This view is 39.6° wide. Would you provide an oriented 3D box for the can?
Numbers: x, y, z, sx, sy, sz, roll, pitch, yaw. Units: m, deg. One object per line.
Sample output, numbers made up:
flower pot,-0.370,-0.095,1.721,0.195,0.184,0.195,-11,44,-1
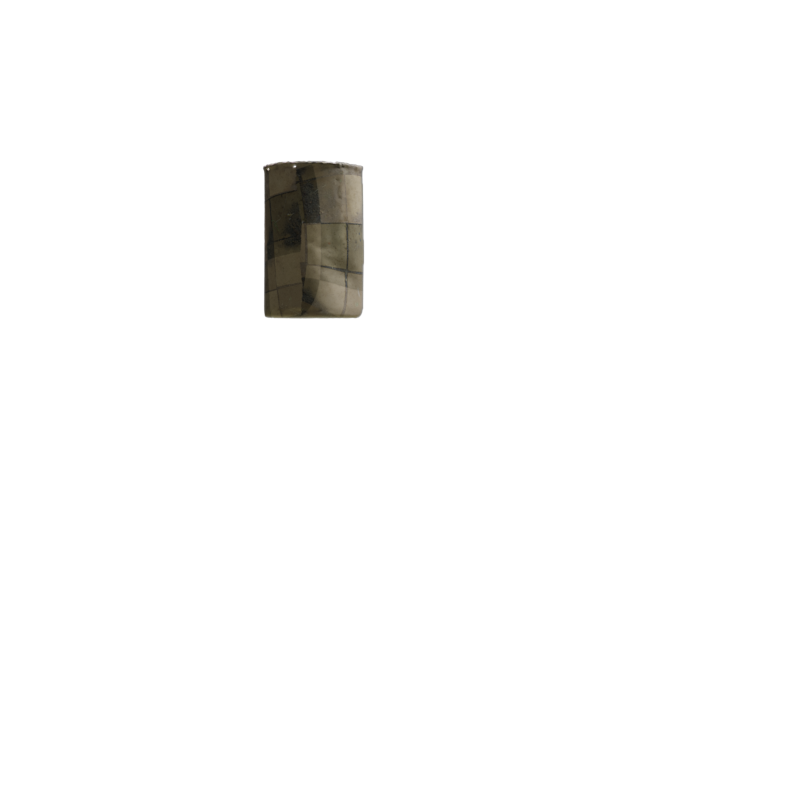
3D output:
can,-0.058,-0.107,0.747,0.068,0.103,0.068,0,0,-2
